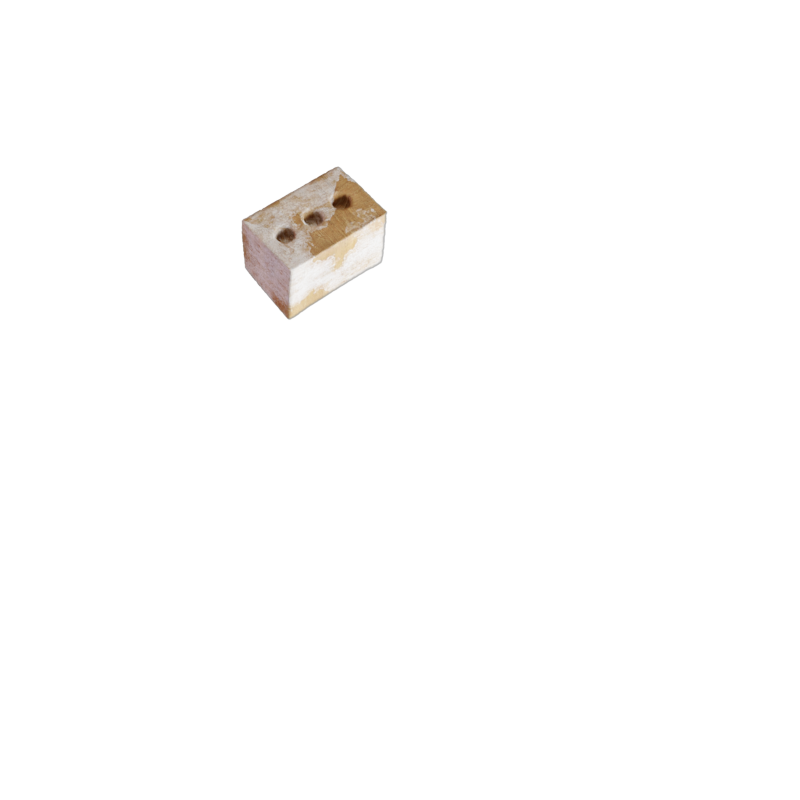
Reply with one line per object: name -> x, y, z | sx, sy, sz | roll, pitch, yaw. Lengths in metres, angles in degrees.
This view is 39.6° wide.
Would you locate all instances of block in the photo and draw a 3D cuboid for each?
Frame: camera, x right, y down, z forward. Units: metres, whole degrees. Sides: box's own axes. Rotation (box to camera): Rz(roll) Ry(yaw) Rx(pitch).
block -> -0.055, -0.101, 0.704 | 0.078, 0.056, 0.048 | -34, -27, -22
